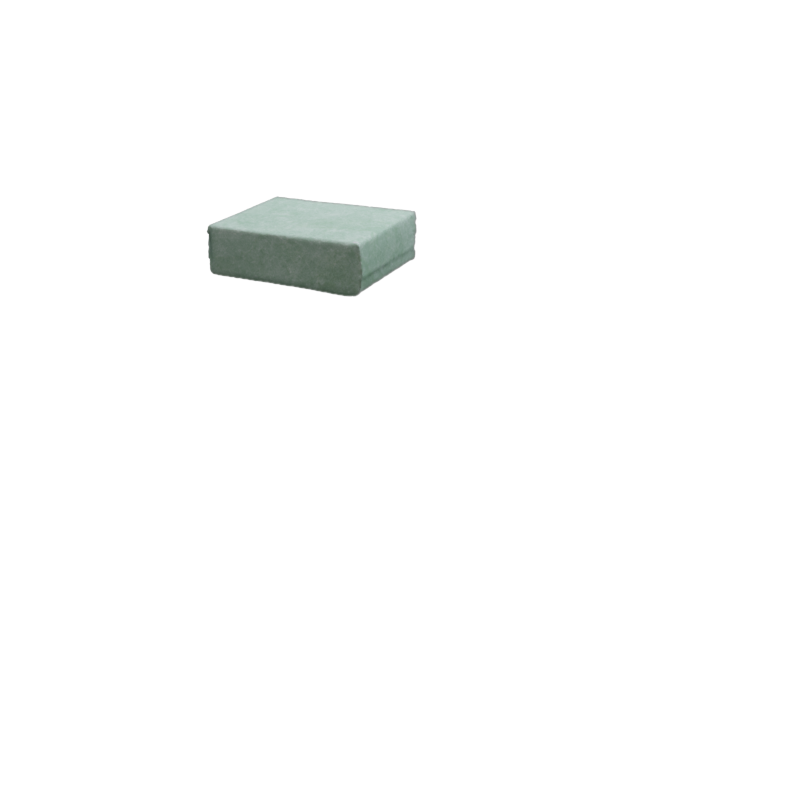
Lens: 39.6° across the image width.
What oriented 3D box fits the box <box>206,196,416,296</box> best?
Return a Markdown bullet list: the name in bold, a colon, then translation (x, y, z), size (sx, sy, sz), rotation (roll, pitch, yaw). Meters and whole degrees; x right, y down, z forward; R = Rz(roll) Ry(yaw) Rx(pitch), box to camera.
- **box**: translation (-0.058, -0.105, 0.738), size (0.118, 0.037, 0.090), rotation (12, 26, 24)
